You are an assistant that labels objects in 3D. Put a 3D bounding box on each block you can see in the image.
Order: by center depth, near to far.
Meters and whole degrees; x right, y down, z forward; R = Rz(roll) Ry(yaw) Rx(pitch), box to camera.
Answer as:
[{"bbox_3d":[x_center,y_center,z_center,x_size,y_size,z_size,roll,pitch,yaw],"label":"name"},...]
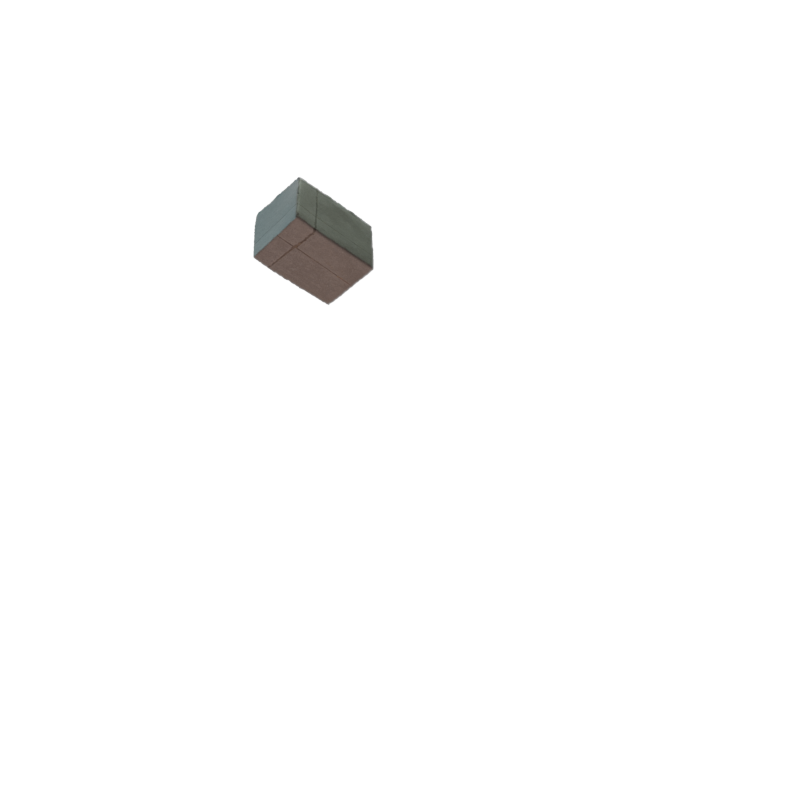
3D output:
[{"bbox_3d":[-0.066,-0.120,0.838,0.073,0.055,0.052,32,-54,-29],"label":"block"}]
